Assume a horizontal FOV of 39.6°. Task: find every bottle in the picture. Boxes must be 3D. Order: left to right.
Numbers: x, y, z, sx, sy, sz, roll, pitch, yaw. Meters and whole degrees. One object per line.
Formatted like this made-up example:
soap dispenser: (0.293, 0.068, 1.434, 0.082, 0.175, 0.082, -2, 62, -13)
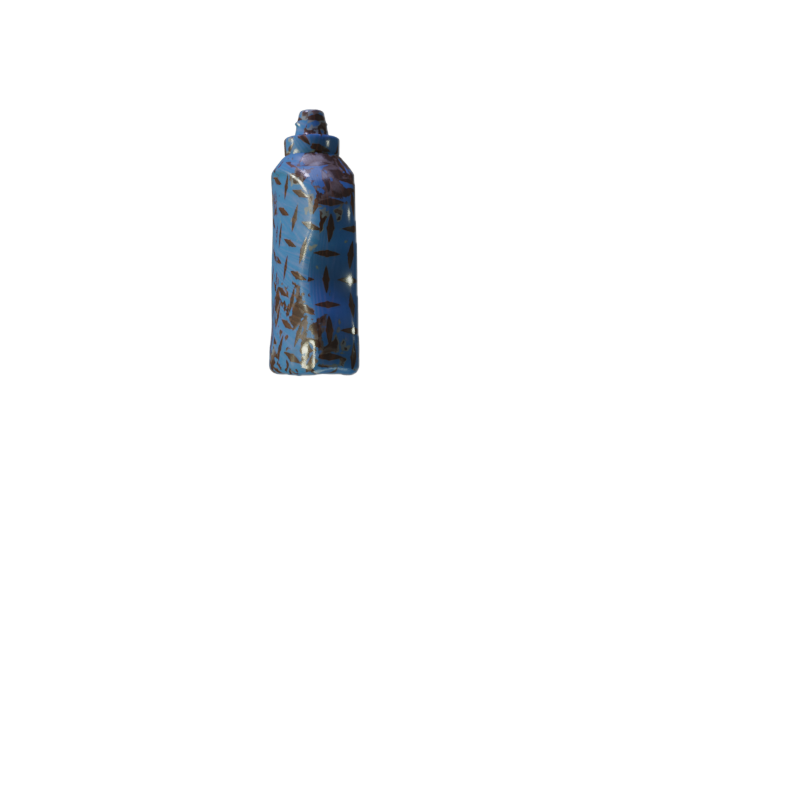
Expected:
bottle: (-0.063, -0.115, 0.802, 0.057, 0.194, 0.097, 2, -4, -21)
